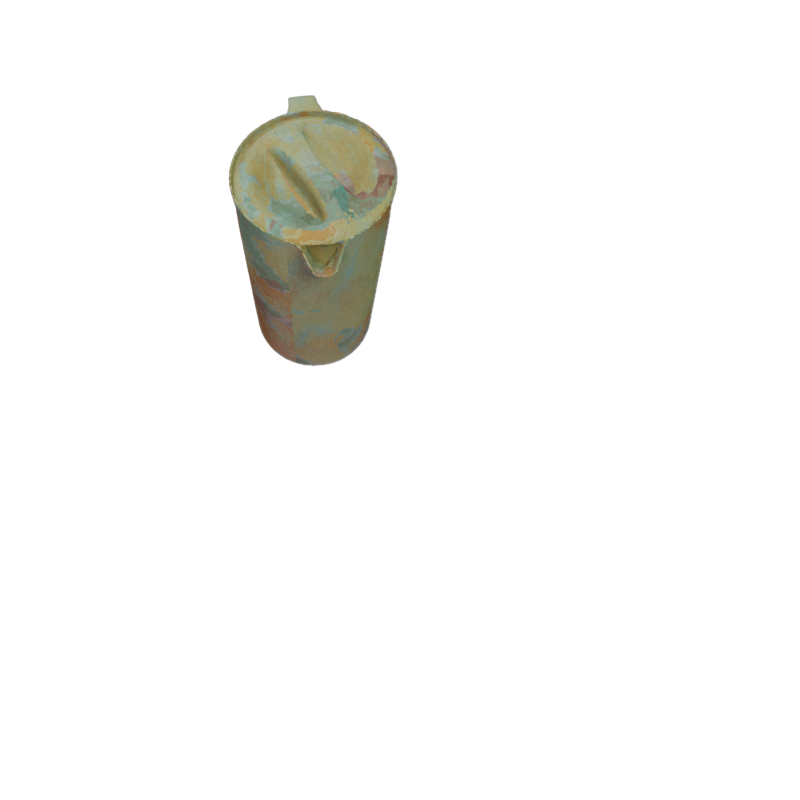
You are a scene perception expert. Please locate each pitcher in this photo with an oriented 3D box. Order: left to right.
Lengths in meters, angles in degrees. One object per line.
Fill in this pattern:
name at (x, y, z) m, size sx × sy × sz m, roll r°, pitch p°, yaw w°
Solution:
pitcher at (-0.076, -0.139, 0.974) m, size 0.151 × 0.152 × 0.229 m, roll 34°, pitch -25°, yaw 14°
